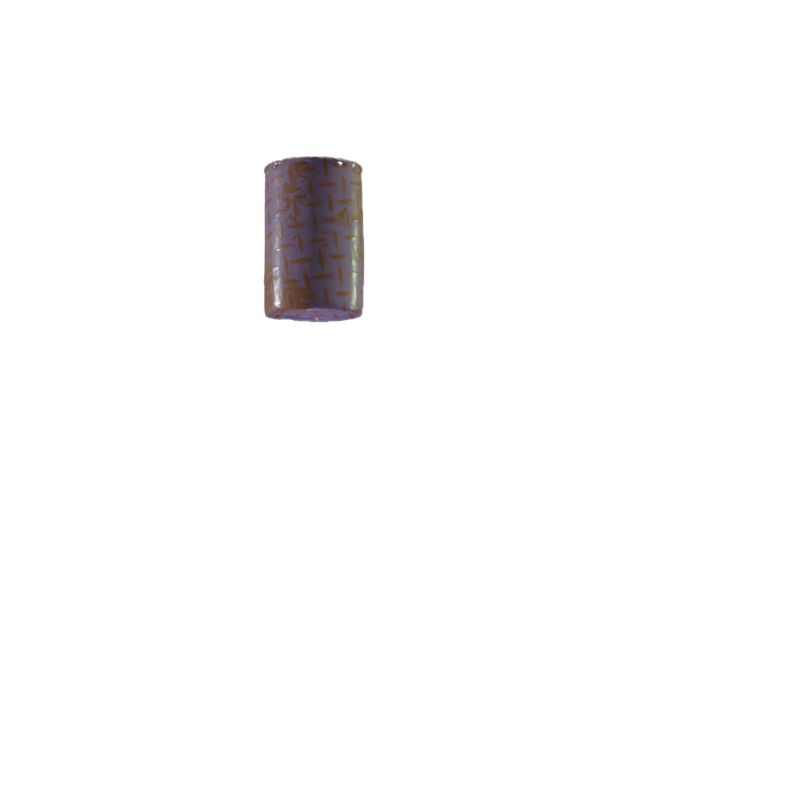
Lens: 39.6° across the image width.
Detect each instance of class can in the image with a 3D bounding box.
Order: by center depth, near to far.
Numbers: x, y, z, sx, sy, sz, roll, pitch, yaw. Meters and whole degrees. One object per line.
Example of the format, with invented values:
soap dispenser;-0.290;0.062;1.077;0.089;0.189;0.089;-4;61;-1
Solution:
can;-0.059;-0.107;0.750;0.068;0.105;0.067;0;-8;-2
